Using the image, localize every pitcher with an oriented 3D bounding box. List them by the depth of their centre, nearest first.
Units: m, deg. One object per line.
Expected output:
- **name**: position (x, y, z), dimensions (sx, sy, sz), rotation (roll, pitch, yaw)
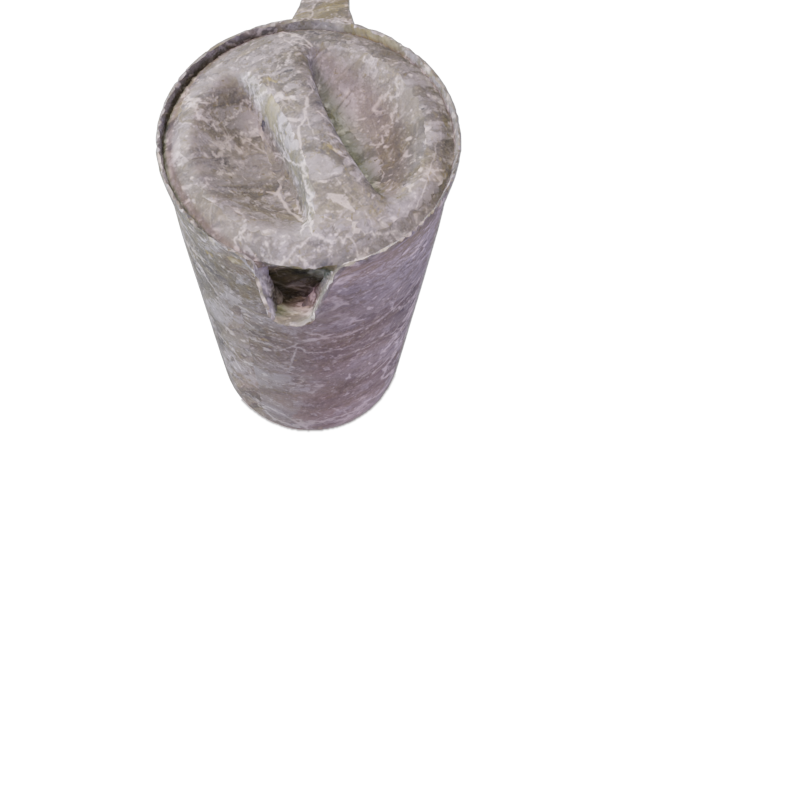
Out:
- **pitcher**: position (-0.046, -0.084, 0.587), dimensions (0.150, 0.152, 0.230), rotation (-39, -17, -18)
